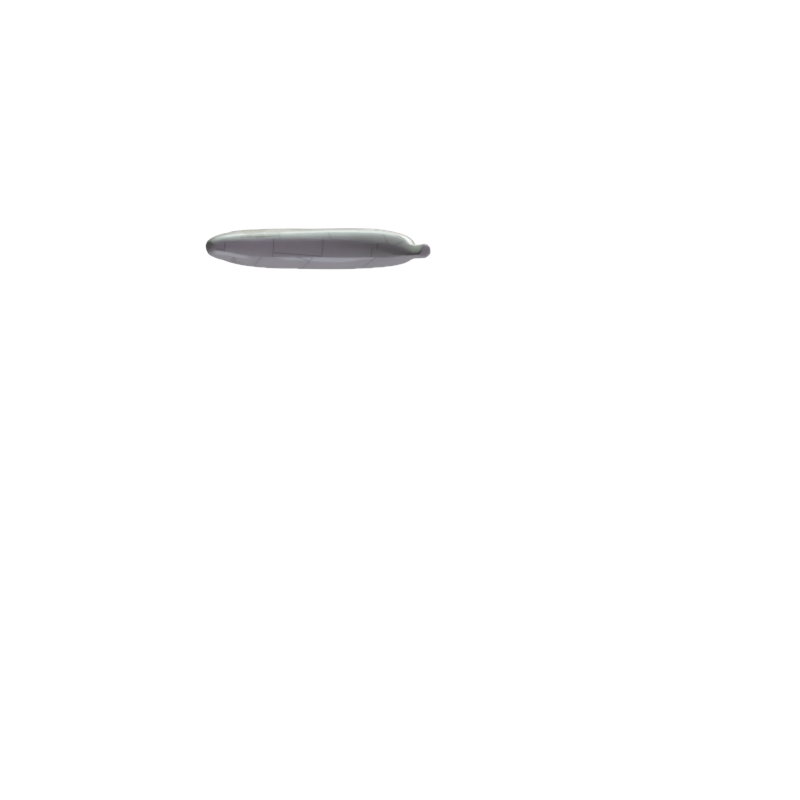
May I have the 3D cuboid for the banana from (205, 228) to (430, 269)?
[{"bbox_3d":[-0.073,-0.139,1.001,0.199,0.038,0.068,0,-6,4],"label":"banana"}]
